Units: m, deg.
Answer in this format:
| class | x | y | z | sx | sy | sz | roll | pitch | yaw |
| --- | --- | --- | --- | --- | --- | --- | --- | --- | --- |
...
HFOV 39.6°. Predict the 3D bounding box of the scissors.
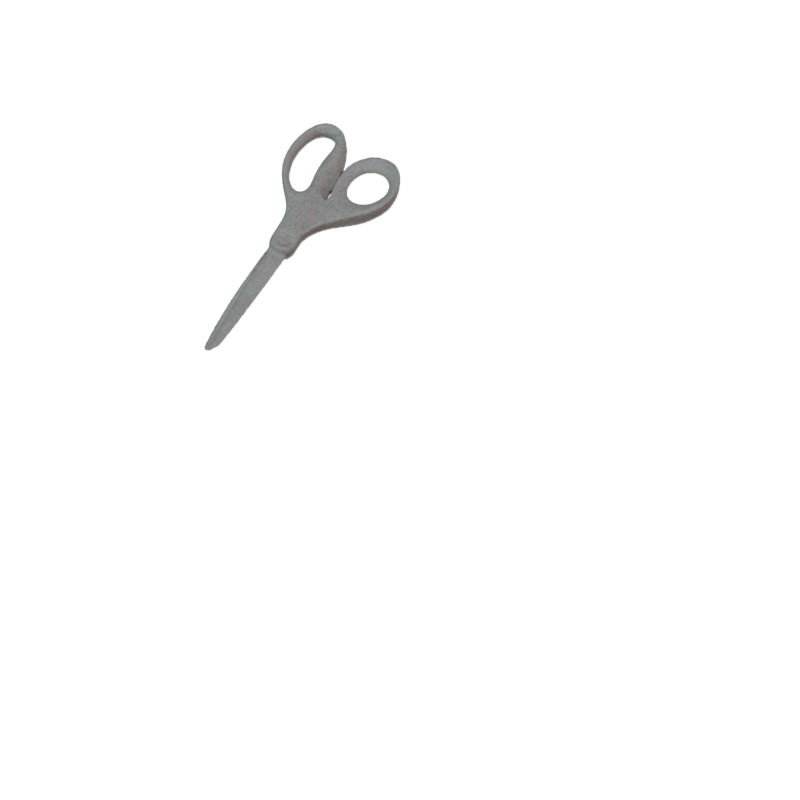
| class | x | y | z | sx | sy | sz | roll | pitch | yaw |
| --- | --- | --- | --- | --- | --- | --- | --- | --- | --- |
| scissors | -0.061 | -0.111 | 0.777 | 0.097 | 0.212 | 0.015 | 11 | -30 | 6 |
